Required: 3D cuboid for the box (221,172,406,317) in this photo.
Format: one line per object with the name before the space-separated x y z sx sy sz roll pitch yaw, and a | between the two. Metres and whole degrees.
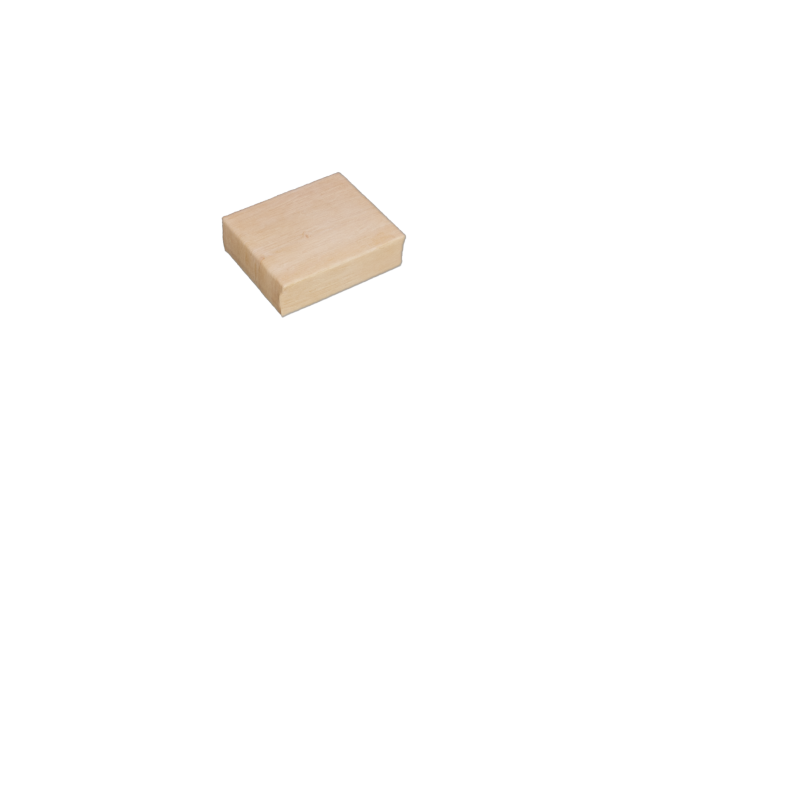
box | -0.066 -0.121 0.848 0.113 0.036 0.097 -27 53 -24
